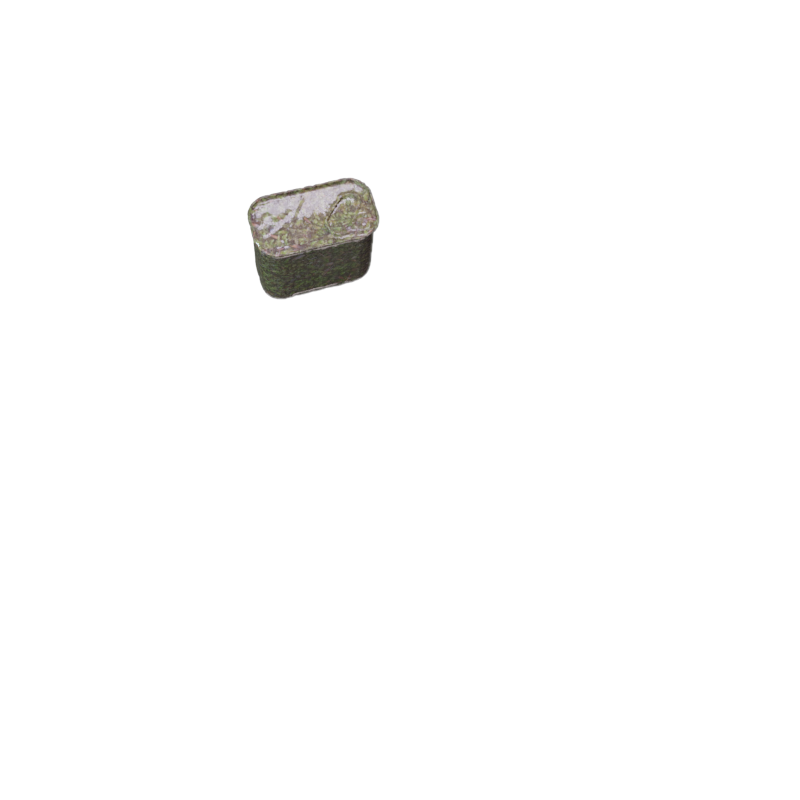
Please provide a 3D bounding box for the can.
[{"bbox_3d":[-0.071,-0.130,0.913,0.101,0.061,0.079,-14,-23,-8],"label":"can"}]
